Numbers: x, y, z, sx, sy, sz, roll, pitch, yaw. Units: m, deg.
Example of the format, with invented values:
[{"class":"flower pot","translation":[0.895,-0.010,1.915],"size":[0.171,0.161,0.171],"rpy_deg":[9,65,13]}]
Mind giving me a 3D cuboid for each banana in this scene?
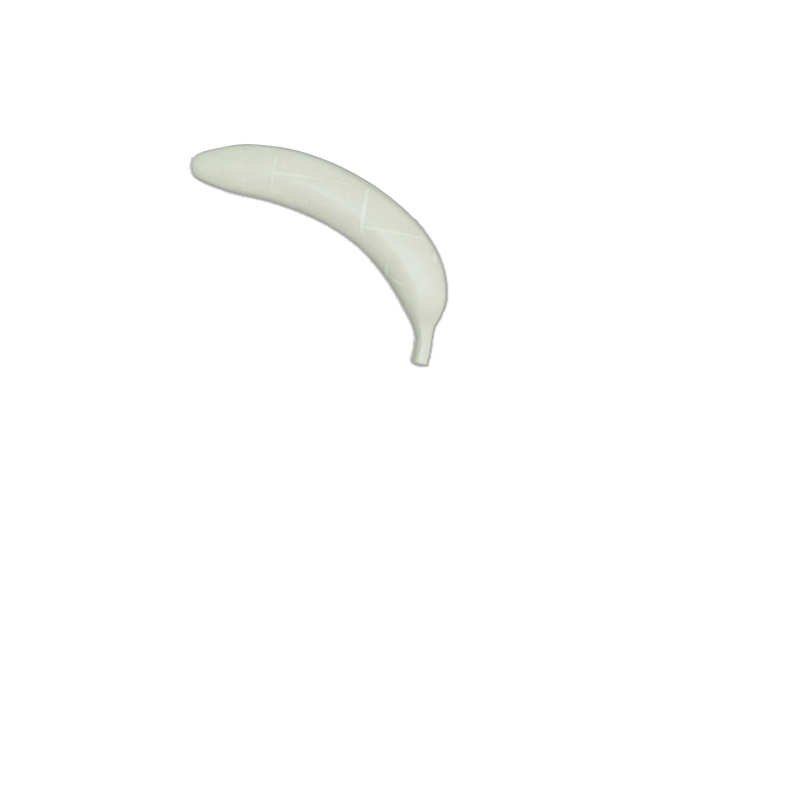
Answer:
[{"class":"banana","translation":[-0.039,-0.110,0.692],"size":[0.203,0.070,0.035],"rpy_deg":[41,-11,10]}]
